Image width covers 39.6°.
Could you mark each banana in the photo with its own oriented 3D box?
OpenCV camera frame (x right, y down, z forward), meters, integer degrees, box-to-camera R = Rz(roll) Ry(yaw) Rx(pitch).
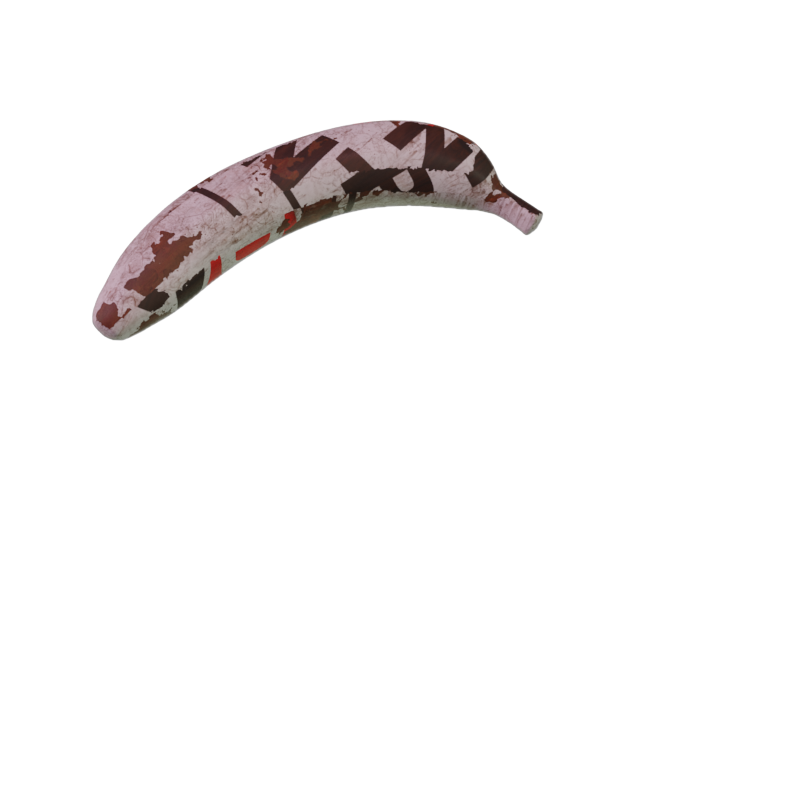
[{"bbox_3d":[-0.040,-0.081,0.472,0.196,0.075,0.034,-17,-36,-13],"label":"banana"}]
